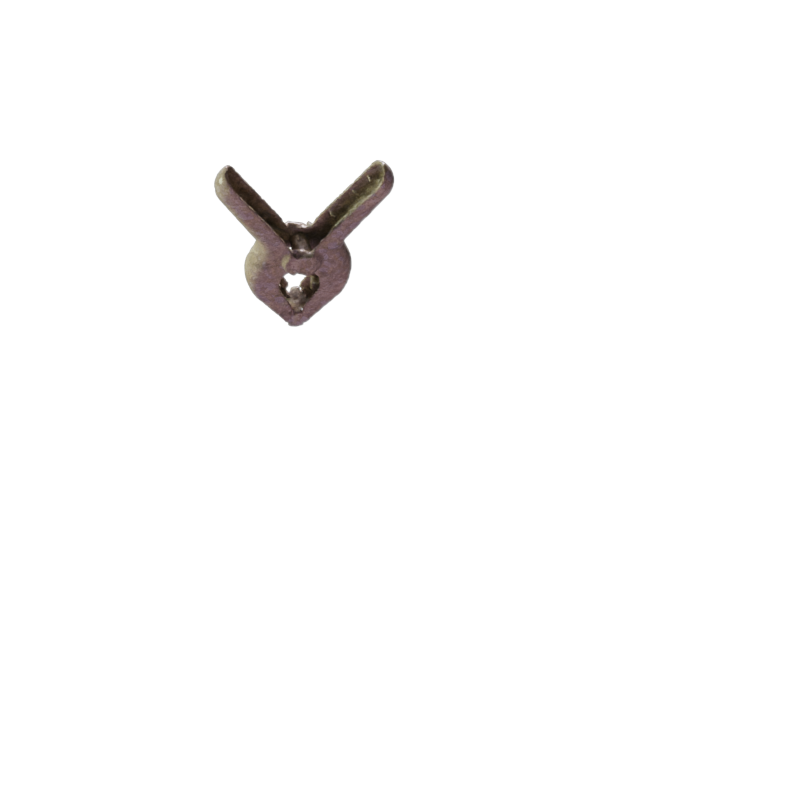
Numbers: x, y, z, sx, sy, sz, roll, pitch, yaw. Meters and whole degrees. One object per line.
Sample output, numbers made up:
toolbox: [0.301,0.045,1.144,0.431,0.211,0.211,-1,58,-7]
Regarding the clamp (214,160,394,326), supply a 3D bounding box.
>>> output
clamp: [-0.062,-0.114,0.798,0.120,0.042,0.160,-2,-30,2]
